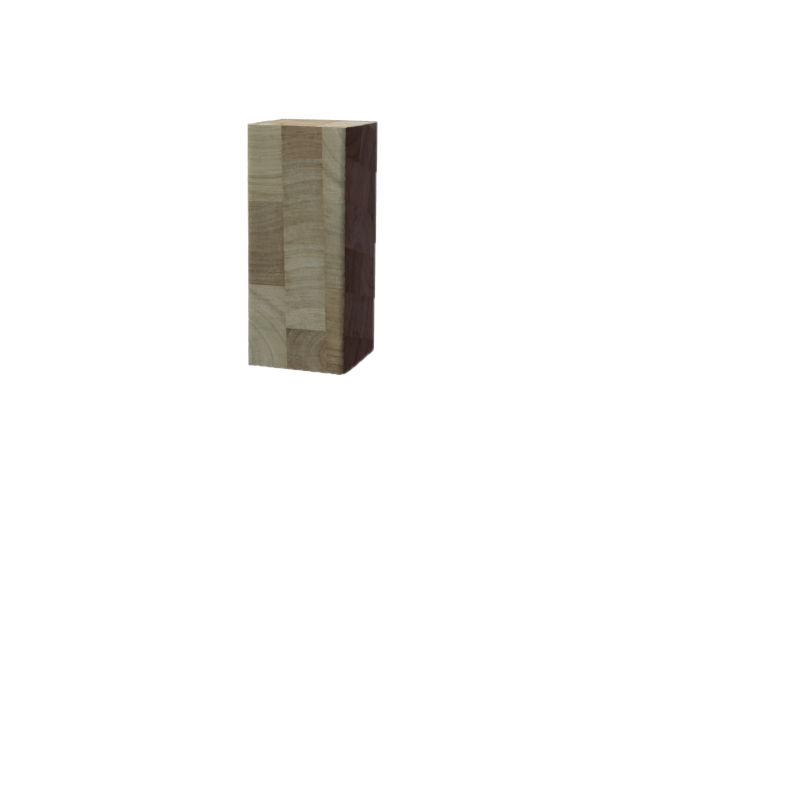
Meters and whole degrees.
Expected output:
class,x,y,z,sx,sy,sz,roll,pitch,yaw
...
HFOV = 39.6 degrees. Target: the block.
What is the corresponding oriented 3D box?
class,x,y,z,sx,sy,sz,roll,pitch,yaw
block,-0.074,-0.137,0.957,0.093,0.201,0.090,4,11,18
